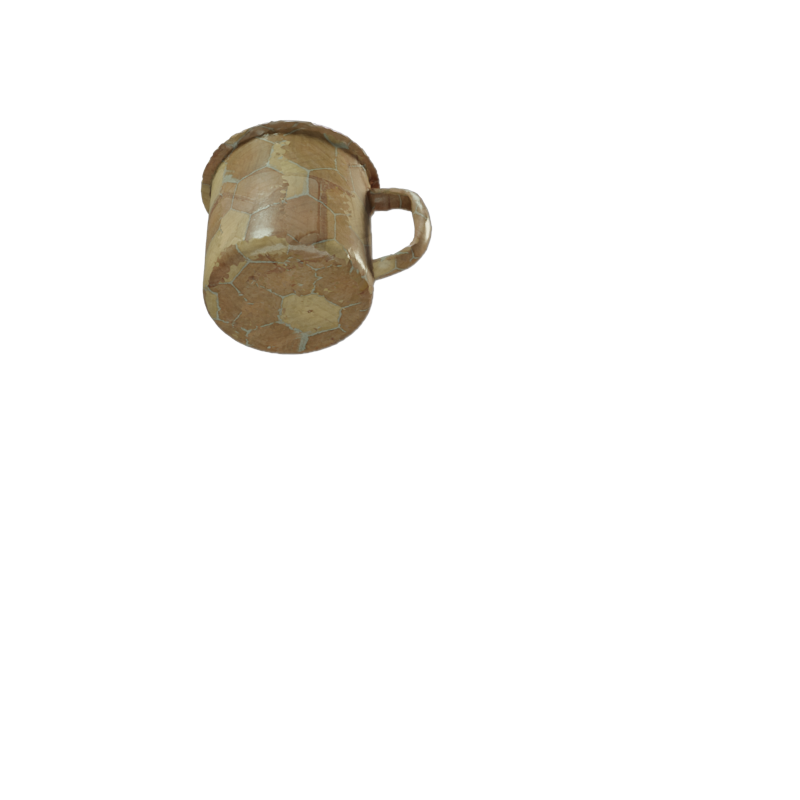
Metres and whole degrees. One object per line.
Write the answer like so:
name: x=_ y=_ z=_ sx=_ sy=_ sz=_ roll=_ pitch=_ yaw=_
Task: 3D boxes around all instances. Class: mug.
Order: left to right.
mug: x=-0.043 y=-0.078 z=0.547 sx=0.118 sy=0.087 sz=0.086 roll=-4 pitch=-42 yaw=3
